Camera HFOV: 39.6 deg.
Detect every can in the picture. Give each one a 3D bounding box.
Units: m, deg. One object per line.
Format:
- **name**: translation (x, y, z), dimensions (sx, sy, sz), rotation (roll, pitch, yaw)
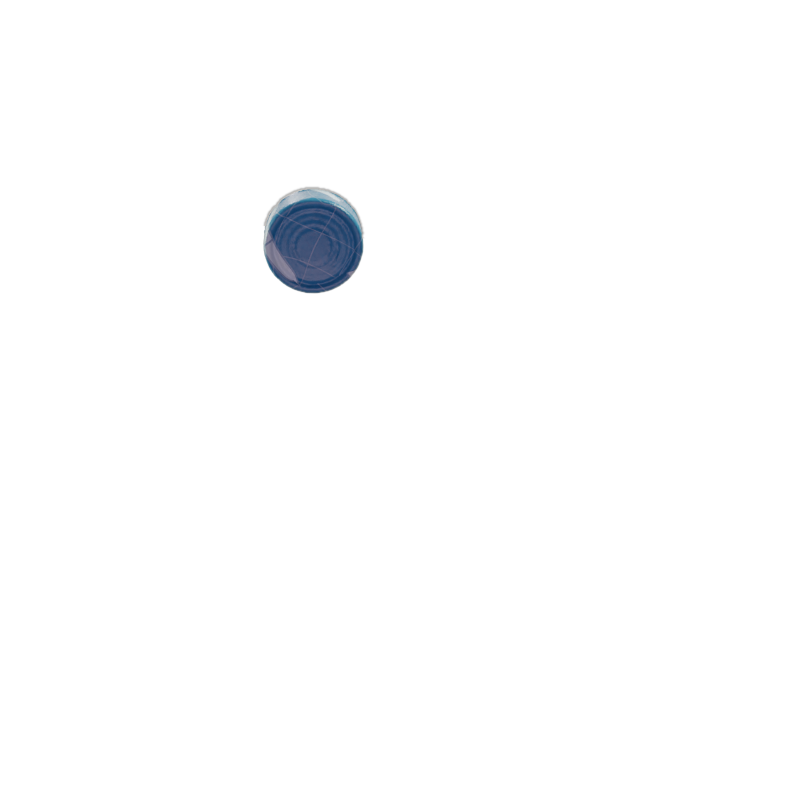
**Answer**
- **can**: translation (-0.074, -0.135, 0.945), dimensions (0.086, 0.082, 0.035), rotation (0, 19, -1)
